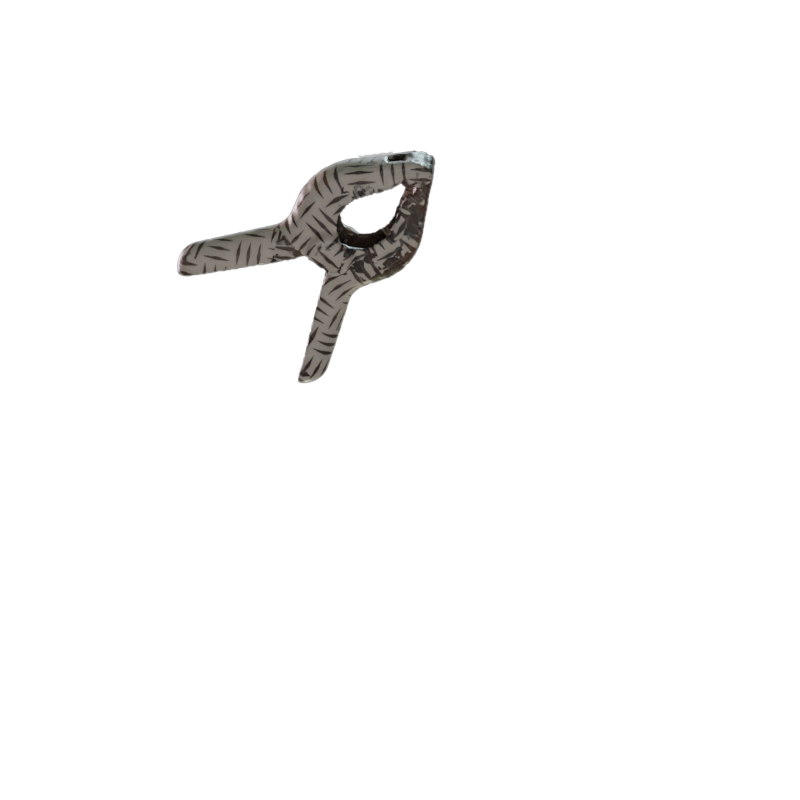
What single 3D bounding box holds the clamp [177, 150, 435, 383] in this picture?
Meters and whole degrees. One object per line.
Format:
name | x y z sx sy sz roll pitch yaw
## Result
clamp | -0.053 -0.097 0.679 0.115 0.168 0.042 34 23 -17
